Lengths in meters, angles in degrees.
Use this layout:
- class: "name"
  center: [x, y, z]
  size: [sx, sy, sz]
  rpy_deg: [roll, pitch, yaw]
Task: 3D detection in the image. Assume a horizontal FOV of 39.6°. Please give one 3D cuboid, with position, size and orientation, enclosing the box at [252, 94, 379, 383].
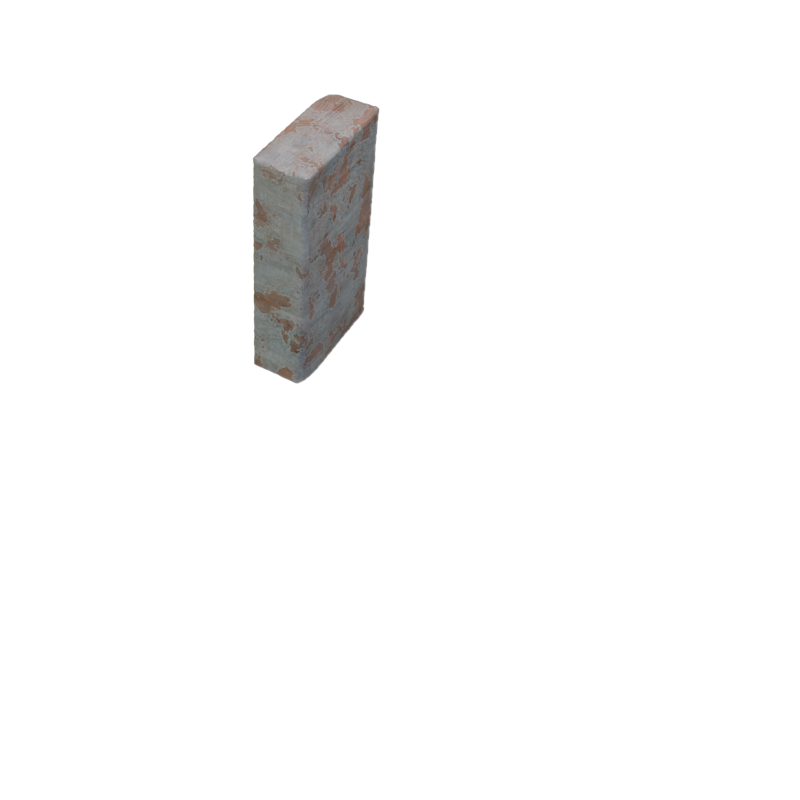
- class: "box"
  center: [-0.057, -0.104, 0.730]
  size: [0.050, 0.164, 0.096]
  rpy_deg: [20, 44, 18]
